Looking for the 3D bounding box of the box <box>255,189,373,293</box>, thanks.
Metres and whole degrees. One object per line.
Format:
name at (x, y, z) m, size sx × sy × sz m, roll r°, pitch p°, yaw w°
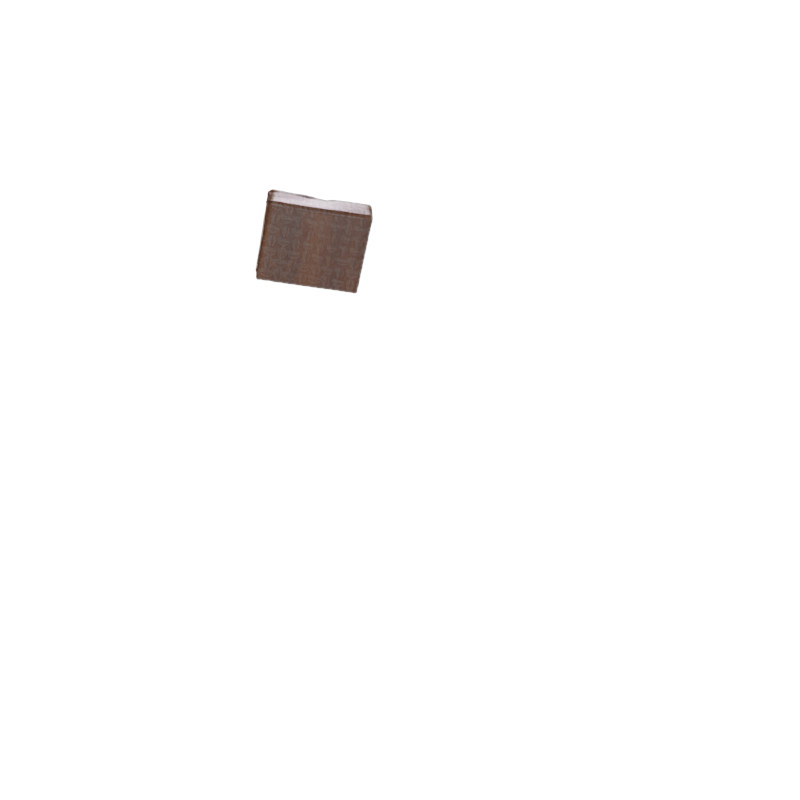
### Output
box at (-0.073, -0.133, 0.934) m, size 0.088 × 0.070 × 0.032 m, roll 9°, pitch 27°, yaw -5°
